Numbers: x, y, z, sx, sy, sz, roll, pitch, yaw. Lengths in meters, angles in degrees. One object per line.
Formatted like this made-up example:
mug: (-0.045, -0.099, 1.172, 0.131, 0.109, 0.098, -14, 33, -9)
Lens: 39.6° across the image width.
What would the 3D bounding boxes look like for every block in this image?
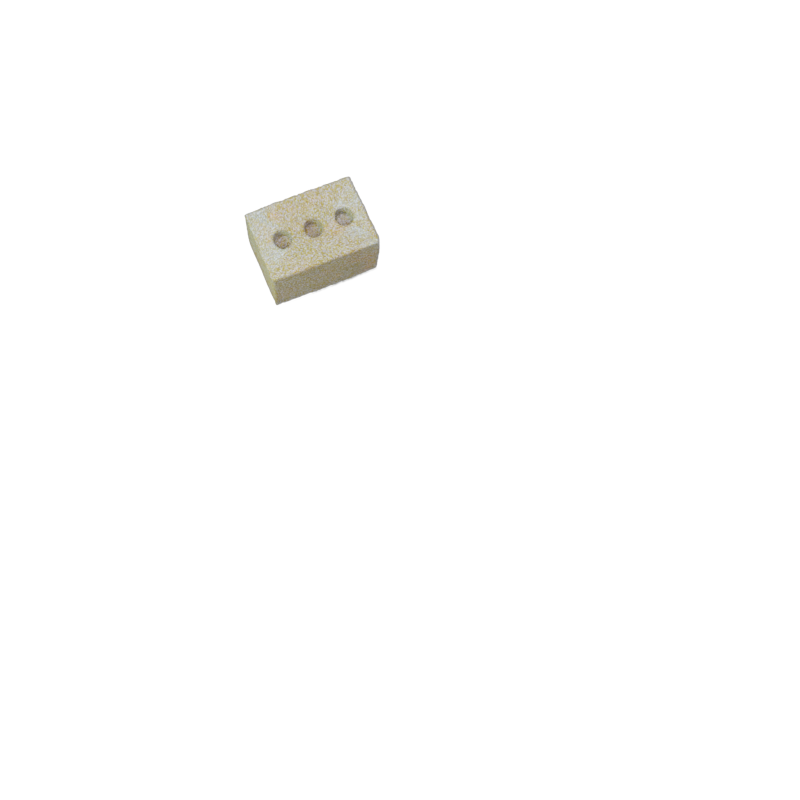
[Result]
block: (-0.058, -0.107, 0.747, 0.078, 0.055, 0.049, -22, -17, -9)
